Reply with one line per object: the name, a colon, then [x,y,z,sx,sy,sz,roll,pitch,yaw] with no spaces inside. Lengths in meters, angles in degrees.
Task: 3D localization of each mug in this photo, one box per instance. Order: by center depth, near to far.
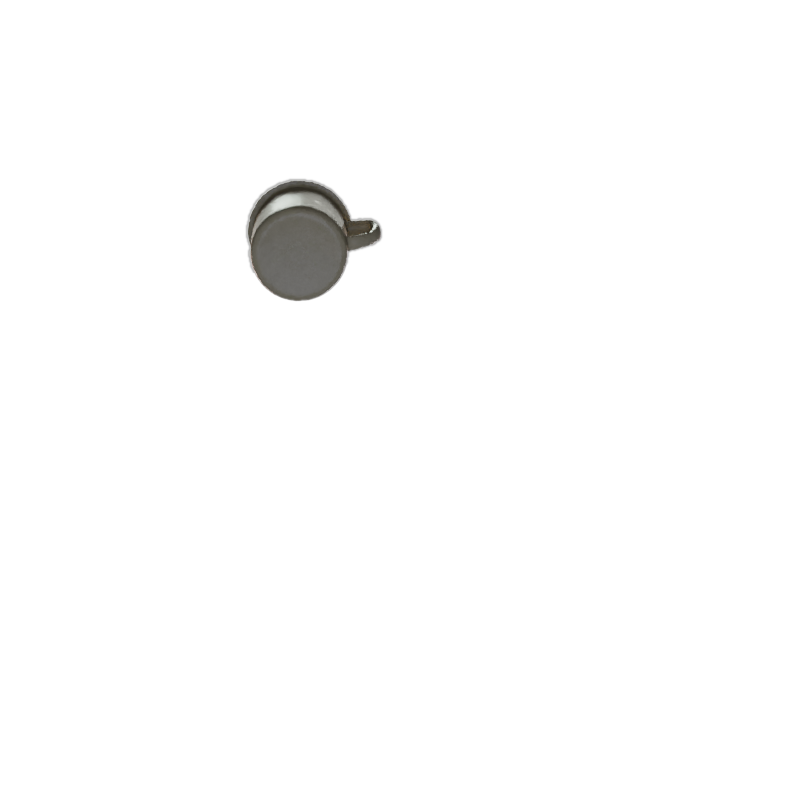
mug: [-0.074,-0.135,0.945,0.117,0.089,0.085,-5,19,0]
